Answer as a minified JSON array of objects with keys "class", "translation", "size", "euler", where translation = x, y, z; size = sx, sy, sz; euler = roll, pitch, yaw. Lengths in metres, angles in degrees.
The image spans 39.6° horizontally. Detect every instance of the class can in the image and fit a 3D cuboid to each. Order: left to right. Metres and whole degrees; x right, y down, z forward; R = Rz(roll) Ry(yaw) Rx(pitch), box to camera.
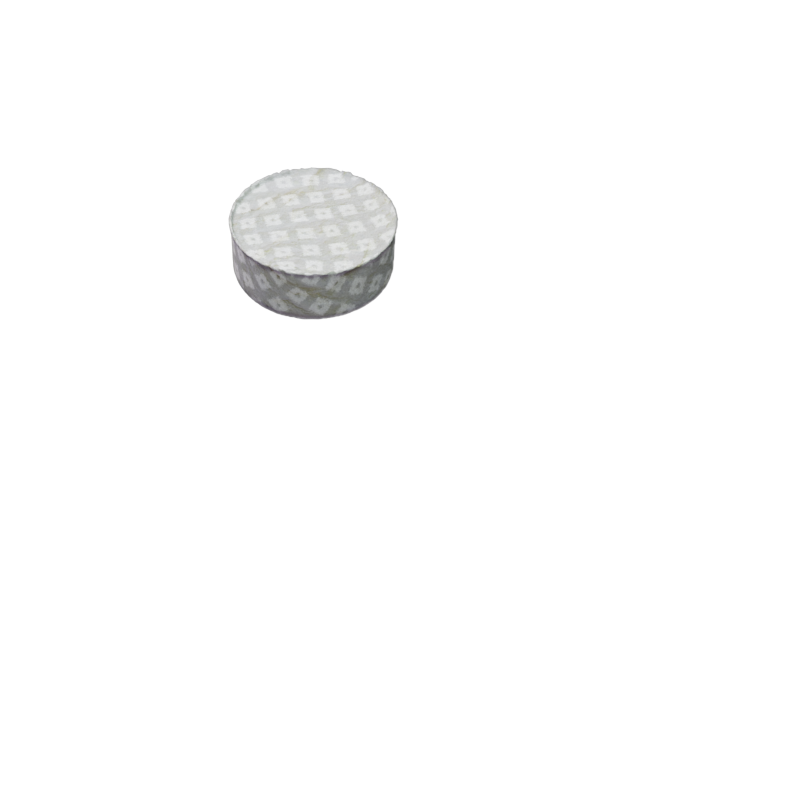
[{"class":"can","translation":[-0.045,-0.082,0.573],"size":[0.086,0.031,0.092],"euler":[-1,45,-1]}]
